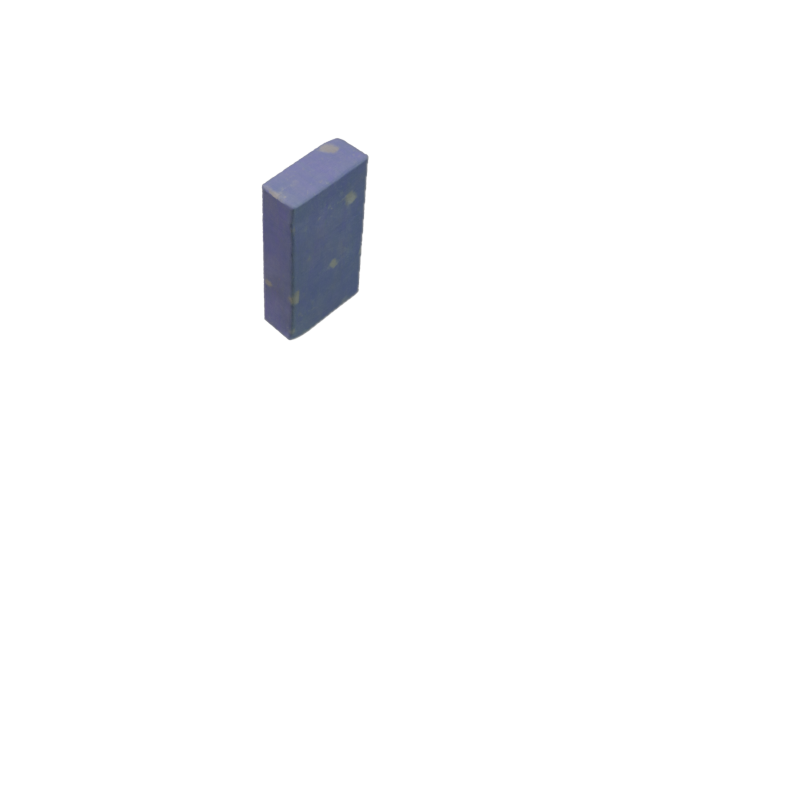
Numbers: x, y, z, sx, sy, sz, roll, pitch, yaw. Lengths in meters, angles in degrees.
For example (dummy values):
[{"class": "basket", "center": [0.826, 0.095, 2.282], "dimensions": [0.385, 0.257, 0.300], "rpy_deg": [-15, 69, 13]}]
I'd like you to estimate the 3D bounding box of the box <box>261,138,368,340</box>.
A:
[{"class": "box", "center": [-0.077, -0.141, 0.983], "dimensions": [0.051, 0.164, 0.094], "rpy_deg": [35, 56, 24]}]
